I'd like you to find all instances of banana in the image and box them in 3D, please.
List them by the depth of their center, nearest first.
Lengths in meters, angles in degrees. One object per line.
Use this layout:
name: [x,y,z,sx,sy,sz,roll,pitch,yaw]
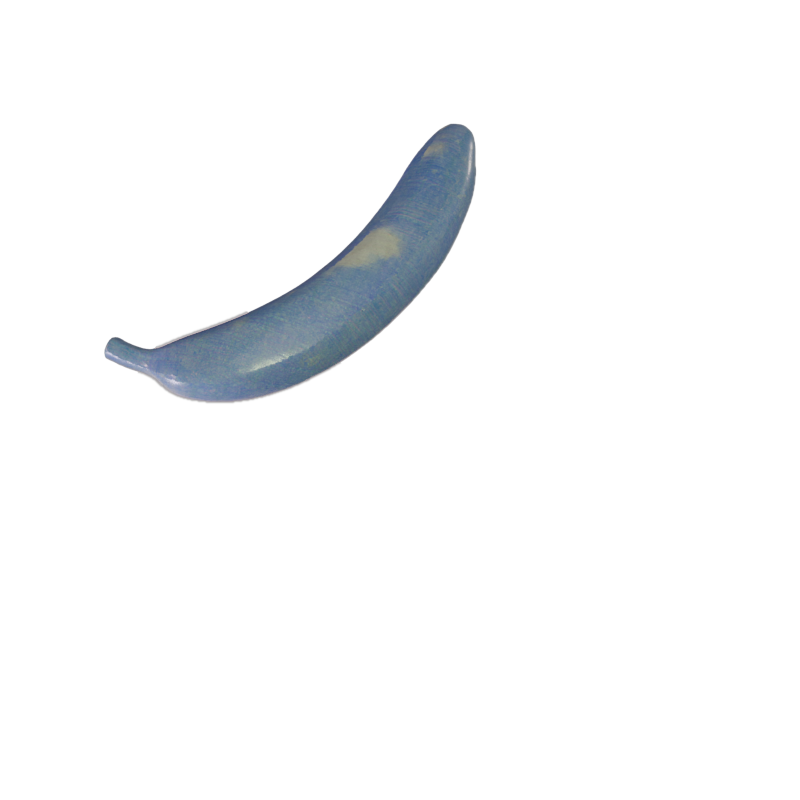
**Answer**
banana: [-0.031,-0.054,0.486,0.198,0.073,0.035,-34,-20,-15]
